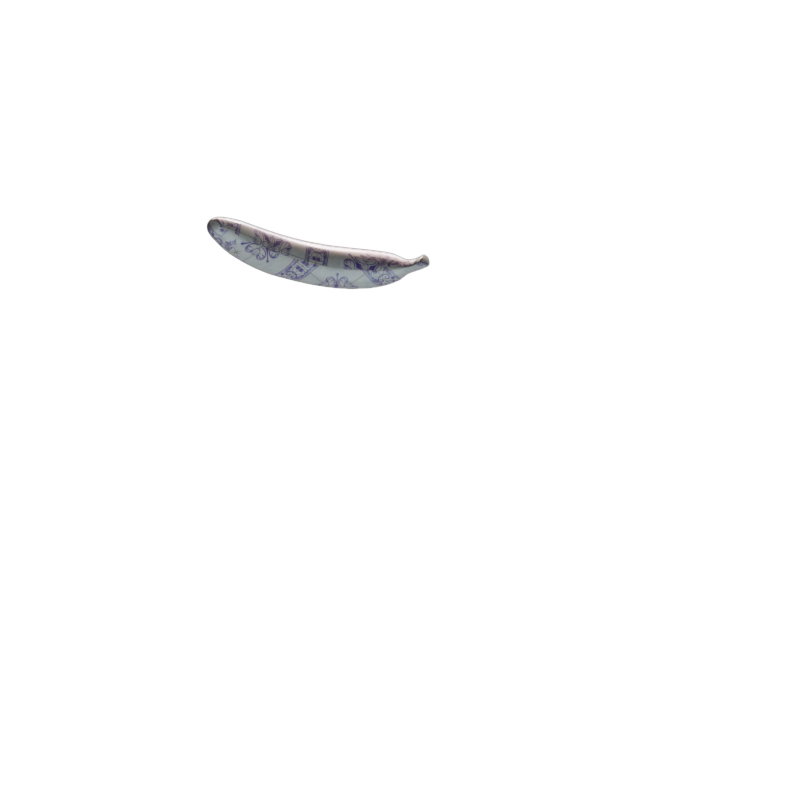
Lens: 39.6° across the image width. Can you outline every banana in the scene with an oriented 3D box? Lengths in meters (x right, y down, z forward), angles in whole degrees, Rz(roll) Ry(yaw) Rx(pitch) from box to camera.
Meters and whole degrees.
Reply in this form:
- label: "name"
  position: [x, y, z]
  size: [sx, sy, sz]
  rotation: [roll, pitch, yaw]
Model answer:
- label: "banana"
  position: [-0.078, -0.130, 0.986]
  size: [0.194, 0.039, 0.066]
  rotation: [7, -31, -12]
